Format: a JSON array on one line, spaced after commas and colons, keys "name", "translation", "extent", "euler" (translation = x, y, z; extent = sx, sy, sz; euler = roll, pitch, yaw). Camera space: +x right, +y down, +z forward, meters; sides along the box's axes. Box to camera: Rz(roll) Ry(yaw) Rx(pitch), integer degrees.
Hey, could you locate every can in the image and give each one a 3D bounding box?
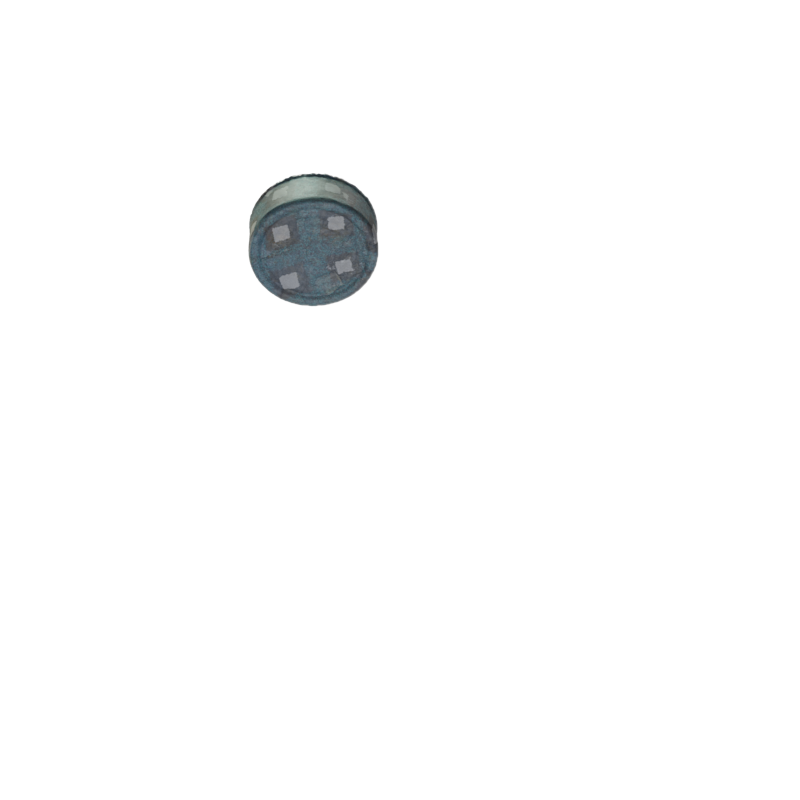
[{"name": "can", "translation": [-0.057, -0.104, 0.727], "extent": [0.086, 0.080, 0.036], "euler": [1, 38, -1]}]
